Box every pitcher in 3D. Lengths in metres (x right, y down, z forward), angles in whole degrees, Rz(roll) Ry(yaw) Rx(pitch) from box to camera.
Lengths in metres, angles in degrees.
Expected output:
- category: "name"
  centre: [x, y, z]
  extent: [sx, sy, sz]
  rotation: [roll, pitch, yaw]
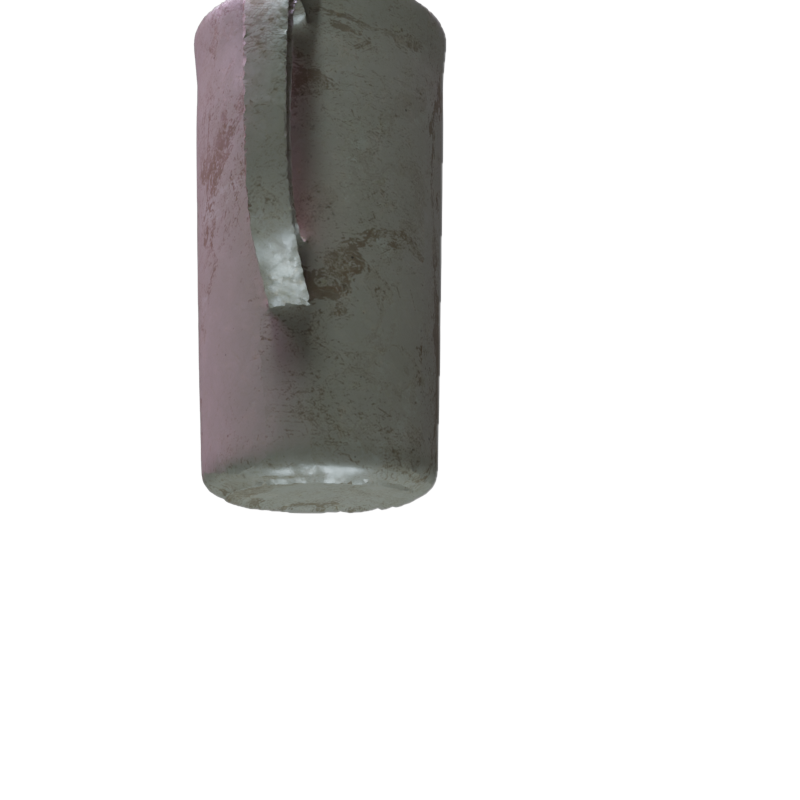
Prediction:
- category: "pitcher"
  centre: [-0.042, -0.077, 0.537]
  extent: [0.142, 0.255, 0.145]
  rotation: [12, -23, -33]
